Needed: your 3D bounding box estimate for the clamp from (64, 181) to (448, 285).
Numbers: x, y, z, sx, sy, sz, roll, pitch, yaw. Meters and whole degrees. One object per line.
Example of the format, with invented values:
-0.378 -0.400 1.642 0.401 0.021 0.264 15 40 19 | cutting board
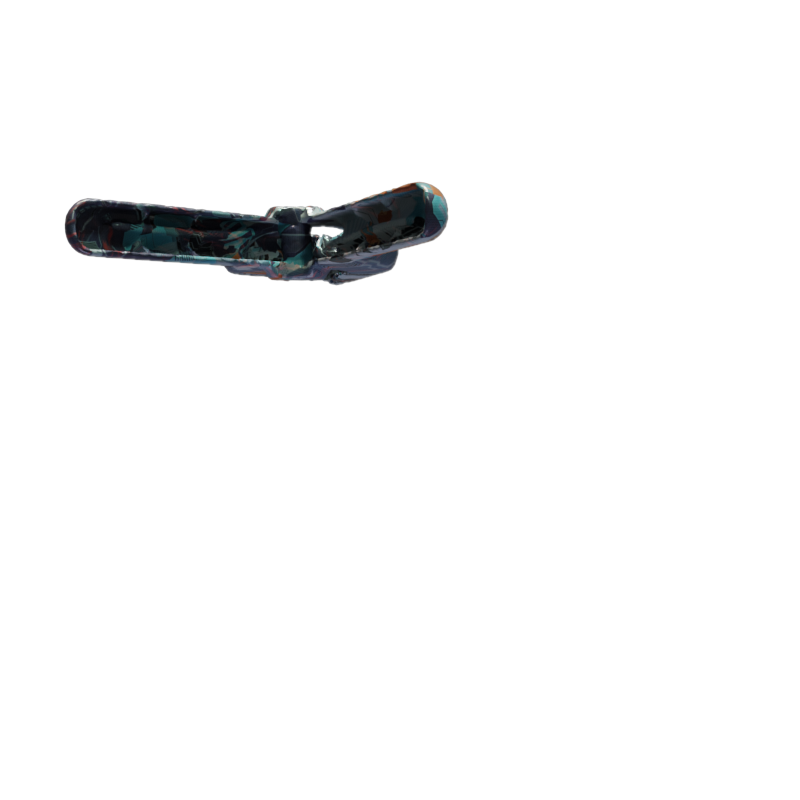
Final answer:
-0.043 -0.078 0.547 0.168 0.037 0.204 0 2 16 | clamp
